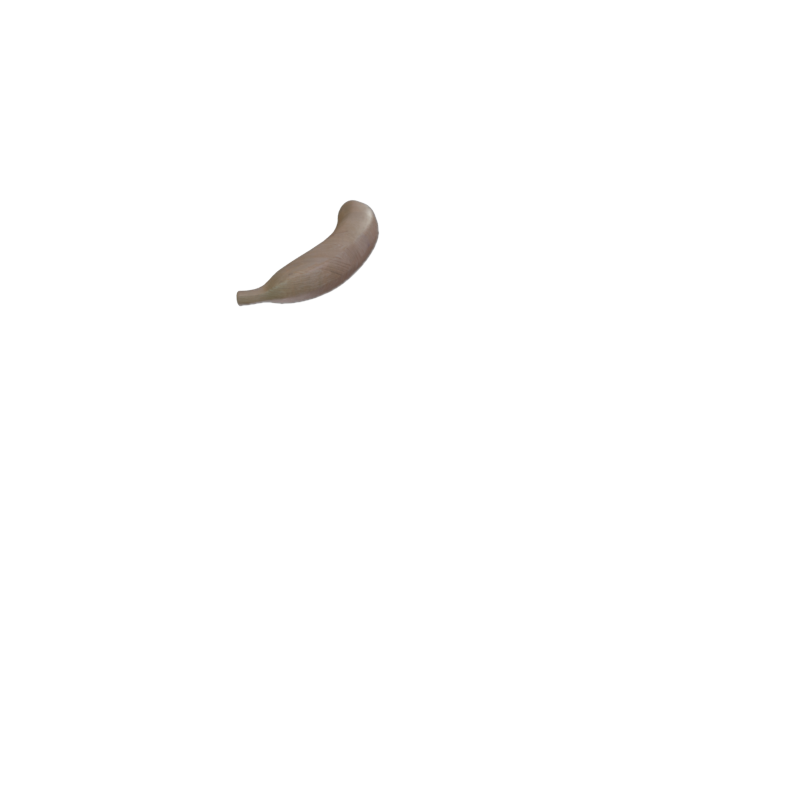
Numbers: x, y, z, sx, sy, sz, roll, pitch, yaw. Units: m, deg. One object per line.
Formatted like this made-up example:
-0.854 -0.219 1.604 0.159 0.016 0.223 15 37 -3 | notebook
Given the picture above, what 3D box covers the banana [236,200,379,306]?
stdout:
-0.057 -0.126 0.916 0.072 0.035 0.201 13 33 21 | banana
